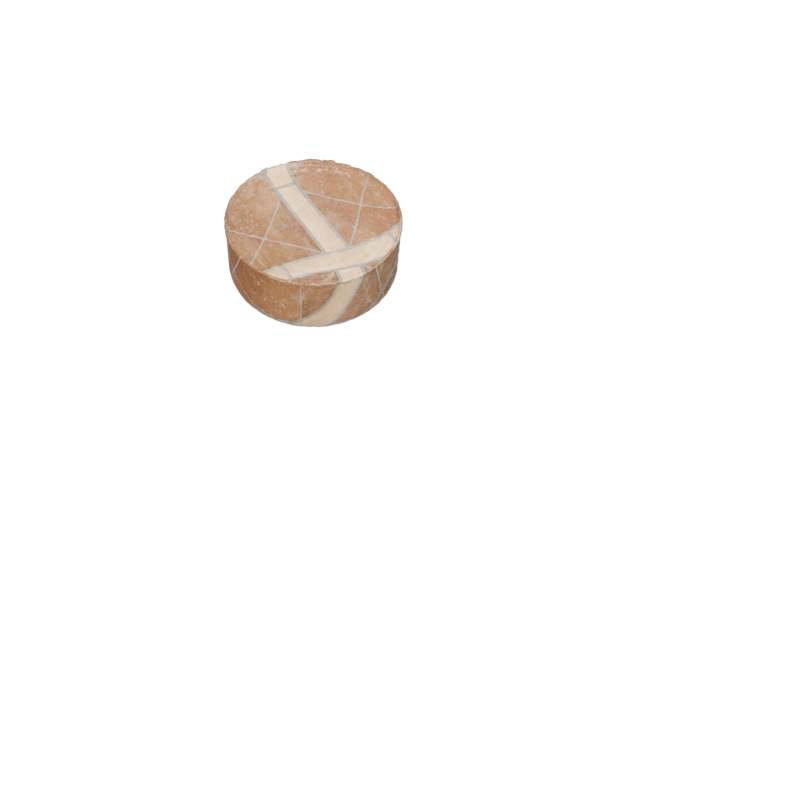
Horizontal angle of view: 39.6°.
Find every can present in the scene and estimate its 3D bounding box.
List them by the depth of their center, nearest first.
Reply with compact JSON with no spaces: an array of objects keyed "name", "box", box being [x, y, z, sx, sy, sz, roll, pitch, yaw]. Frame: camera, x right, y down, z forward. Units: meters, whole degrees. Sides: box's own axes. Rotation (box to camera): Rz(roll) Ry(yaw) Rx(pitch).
[{"name":"can","box":[-0.043,-0.078,0.543,0.086,0.092,0.031,-1,-40,-1]}]
